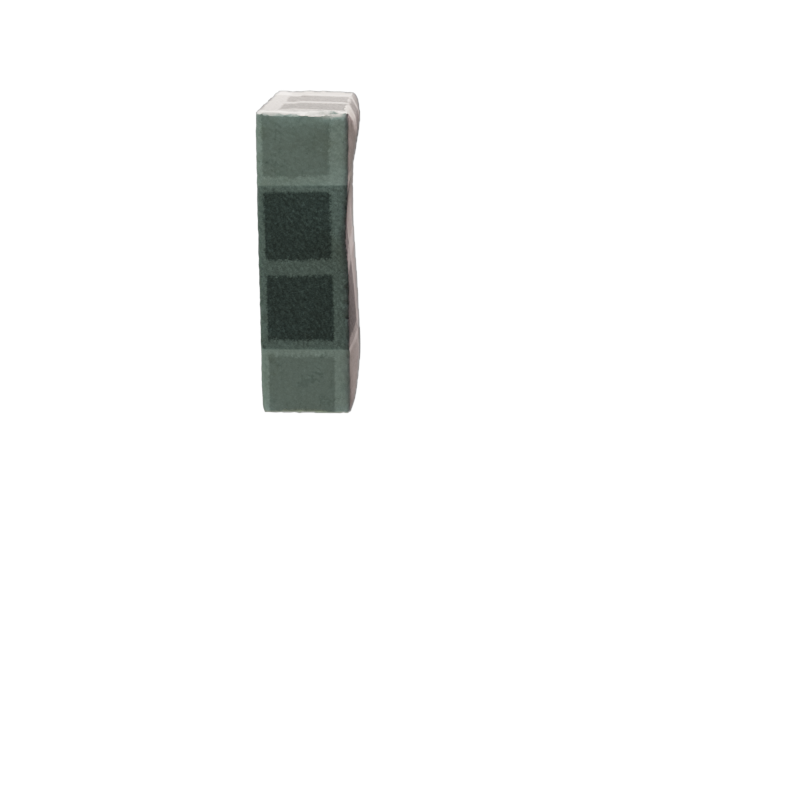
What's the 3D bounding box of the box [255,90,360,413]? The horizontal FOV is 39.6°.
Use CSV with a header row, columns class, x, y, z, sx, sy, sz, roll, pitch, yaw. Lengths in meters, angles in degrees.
class,x,y,z,sx,sy,sz,roll,pitch,yaw
box,-0.065,-0.119,0.831,0.072,0.207,0.170,1,16,-1
